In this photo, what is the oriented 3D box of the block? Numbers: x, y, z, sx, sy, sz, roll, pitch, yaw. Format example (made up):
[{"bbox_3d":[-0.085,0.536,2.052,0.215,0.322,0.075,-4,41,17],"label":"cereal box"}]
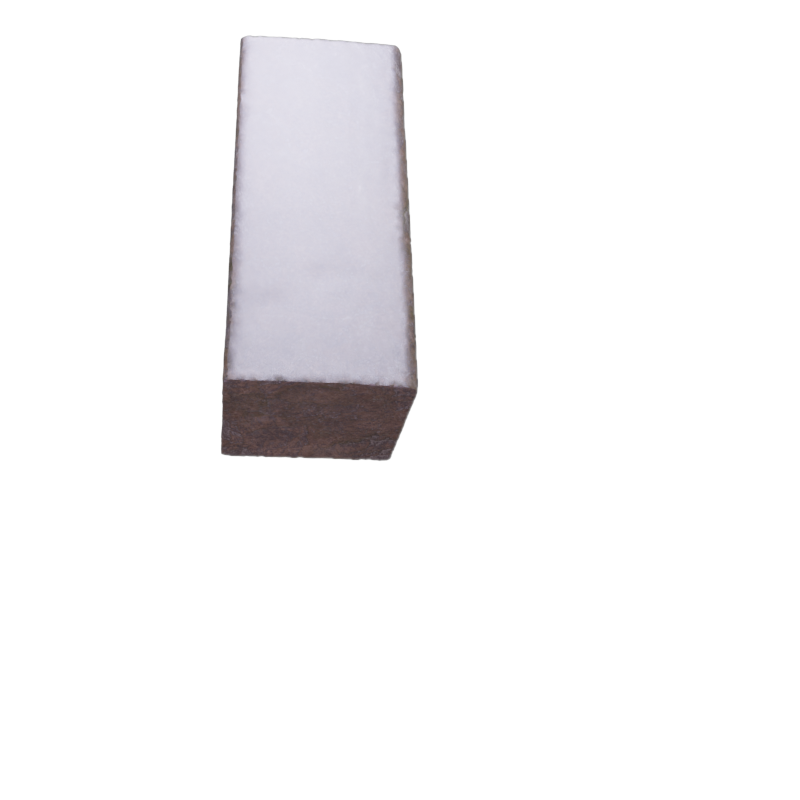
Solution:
[{"bbox_3d":[-0.045,-0.084,0.585,0.089,0.220,0.086,2,-30,-7],"label":"block"}]
